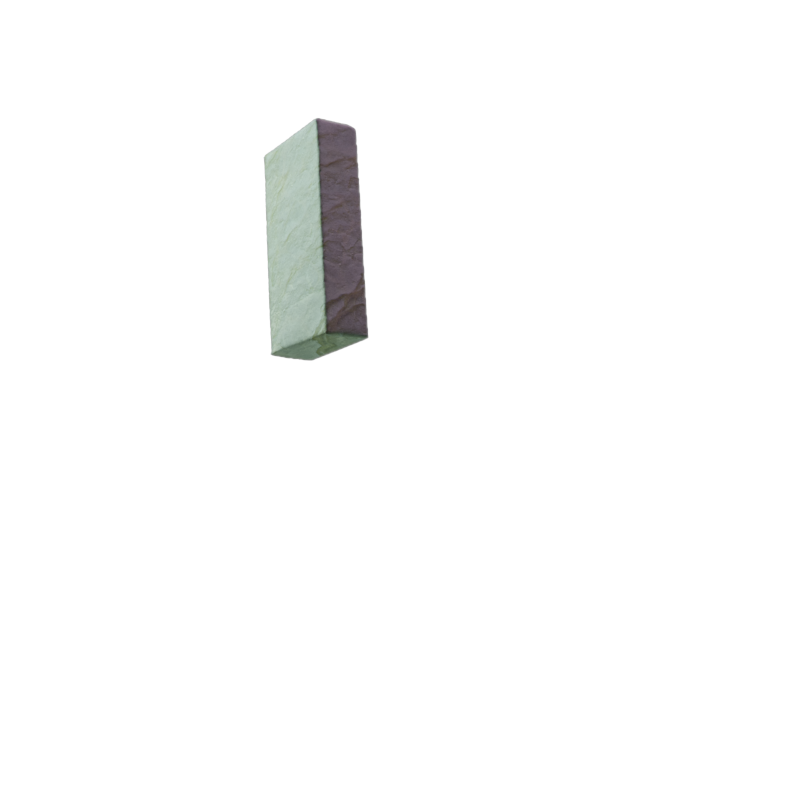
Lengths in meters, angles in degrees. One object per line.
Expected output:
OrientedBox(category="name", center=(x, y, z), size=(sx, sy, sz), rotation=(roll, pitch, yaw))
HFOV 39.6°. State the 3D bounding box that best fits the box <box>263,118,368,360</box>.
OrientedBox(category="box", center=(-0.069, -0.127, 0.891), size=(0.046, 0.184, 0.094), rotation=(10, -19, -32))
